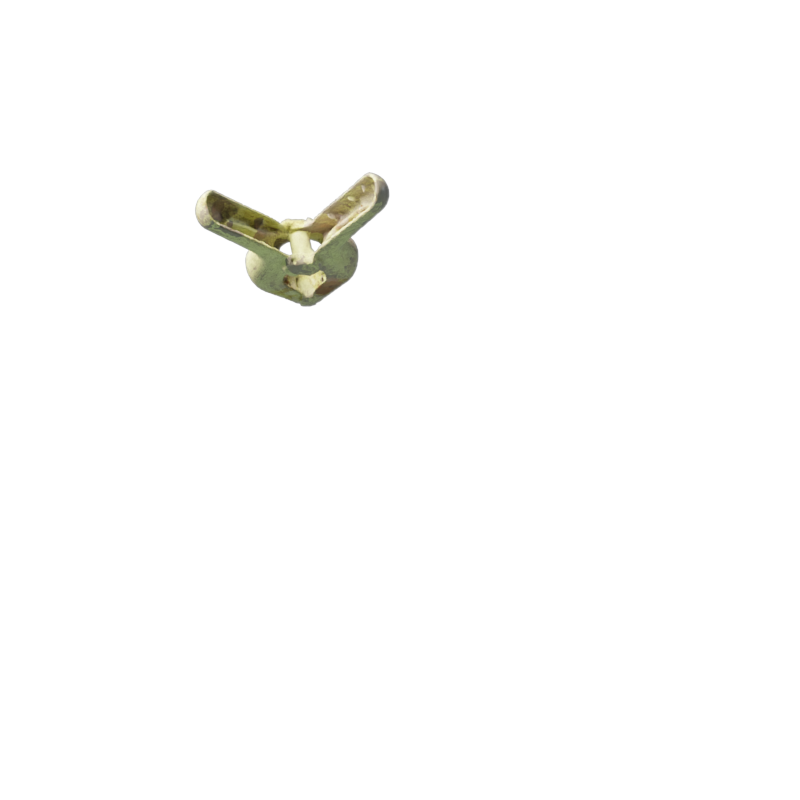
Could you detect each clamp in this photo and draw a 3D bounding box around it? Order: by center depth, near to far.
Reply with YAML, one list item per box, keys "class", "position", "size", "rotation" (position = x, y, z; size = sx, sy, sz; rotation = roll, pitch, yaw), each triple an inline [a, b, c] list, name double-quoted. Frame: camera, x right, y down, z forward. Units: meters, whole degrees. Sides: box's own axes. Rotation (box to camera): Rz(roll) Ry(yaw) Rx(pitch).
- class: "clamp"
  position: [-0.059, -0.107, 0.751]
  size: [0.121, 0.041, 0.163]
  rotation: [-2, -14, 9]
